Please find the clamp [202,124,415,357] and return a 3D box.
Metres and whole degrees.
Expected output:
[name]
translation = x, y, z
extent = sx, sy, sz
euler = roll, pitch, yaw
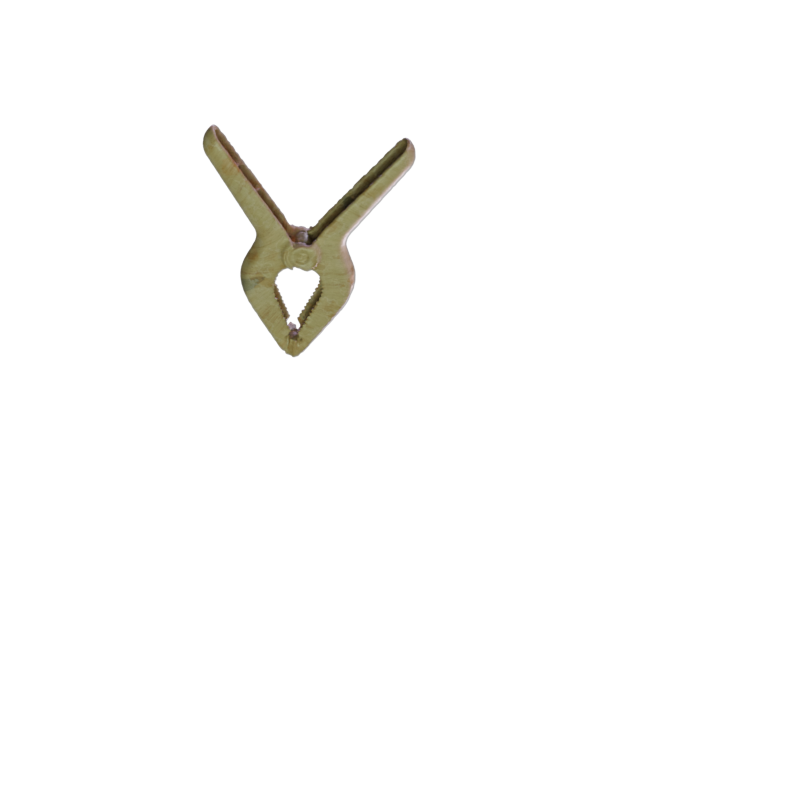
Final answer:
[clamp]
translation = -0.071, -0.129, 0.902
extent = 0.164, 0.197, 0.039
euler = -1, 32, 0
